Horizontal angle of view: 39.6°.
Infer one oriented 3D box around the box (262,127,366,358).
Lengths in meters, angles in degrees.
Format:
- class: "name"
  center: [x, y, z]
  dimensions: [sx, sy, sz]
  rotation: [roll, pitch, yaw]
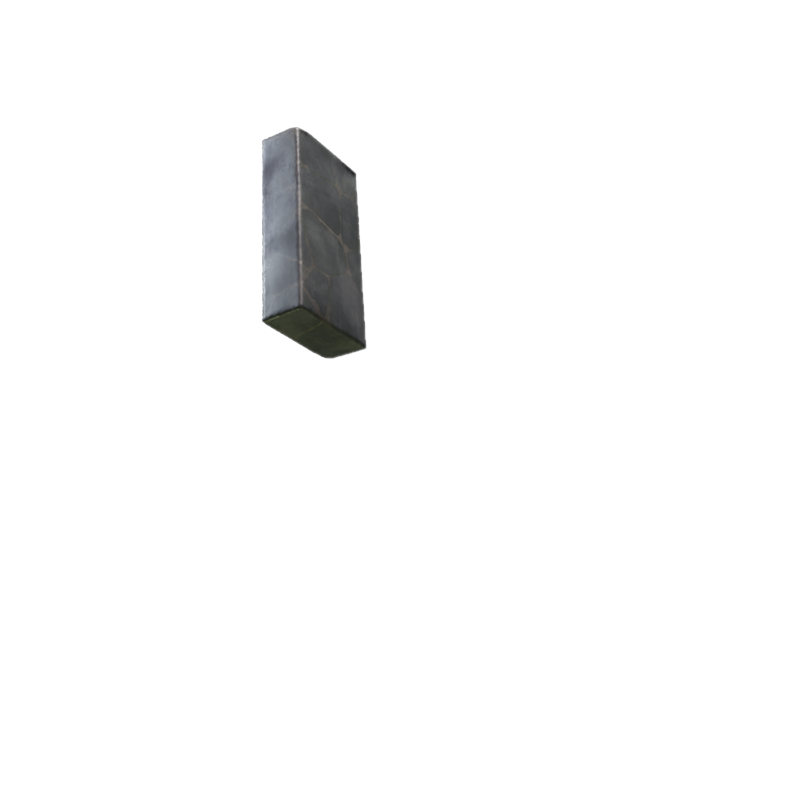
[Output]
- class: "box"
  center: [-0.072, -0.131, 0.917]
  dimensions: [0.049, 0.187, 0.087]
  rotation: [-19, -32, 28]
